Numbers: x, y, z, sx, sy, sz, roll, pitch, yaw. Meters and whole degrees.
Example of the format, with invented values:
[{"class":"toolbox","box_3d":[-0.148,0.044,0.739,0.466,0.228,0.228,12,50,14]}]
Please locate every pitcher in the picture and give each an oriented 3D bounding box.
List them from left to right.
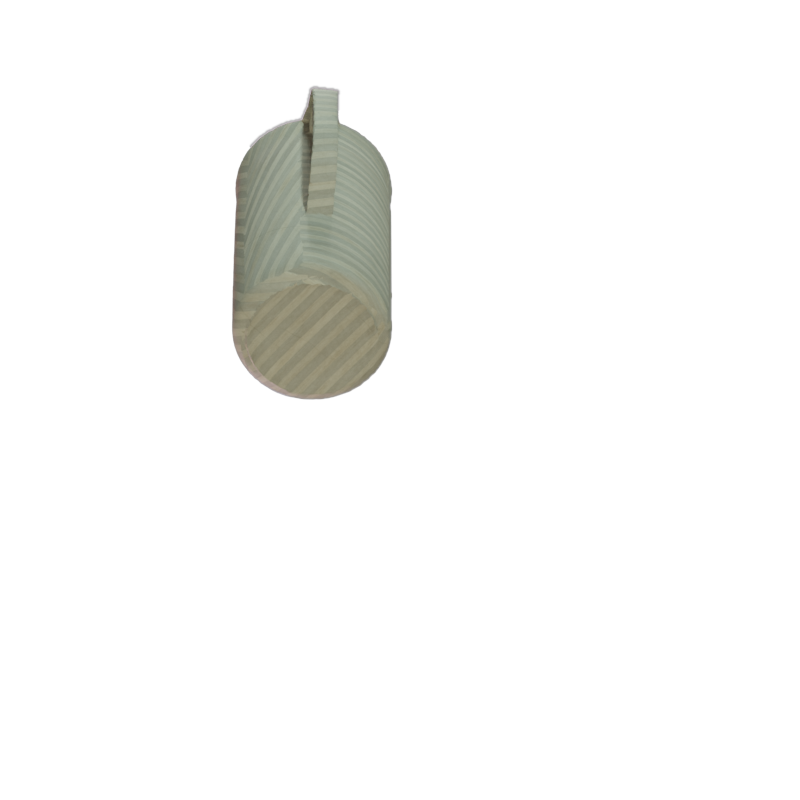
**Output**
[{"class":"pitcher","box_3d":[-0.066,-0.120,0.838,0.144,0.141,0.259,-34,28,17]}]
